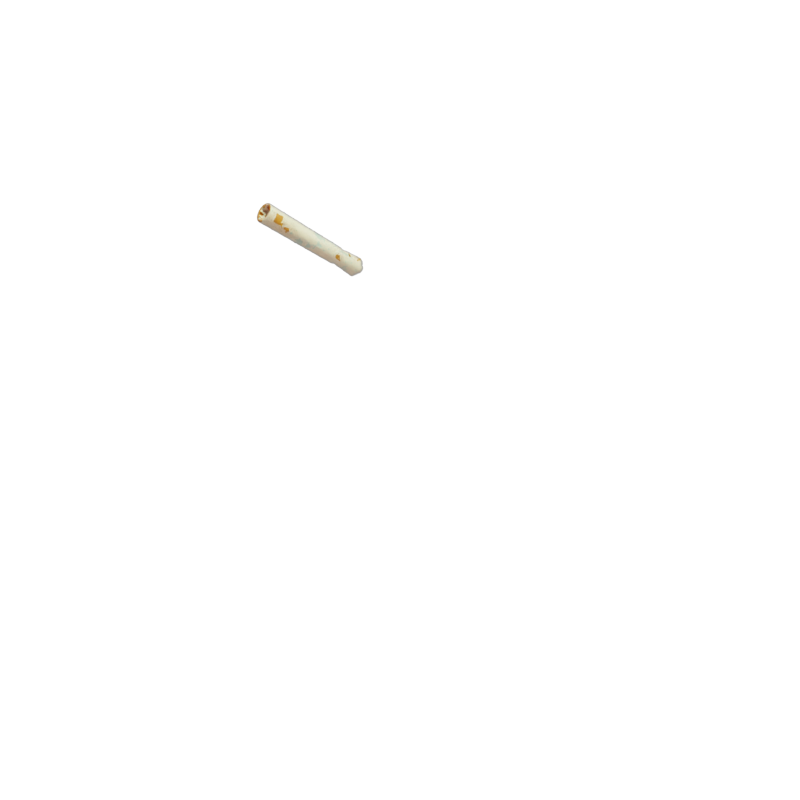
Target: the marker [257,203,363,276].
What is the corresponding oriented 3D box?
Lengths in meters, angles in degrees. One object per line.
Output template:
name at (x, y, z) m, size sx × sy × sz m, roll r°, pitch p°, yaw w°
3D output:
marker at (-0.078, -0.142, 0.996) m, size 0.113 × 0.020 × 0.021 m, roll 27°, pitch -14°, yaw -36°
